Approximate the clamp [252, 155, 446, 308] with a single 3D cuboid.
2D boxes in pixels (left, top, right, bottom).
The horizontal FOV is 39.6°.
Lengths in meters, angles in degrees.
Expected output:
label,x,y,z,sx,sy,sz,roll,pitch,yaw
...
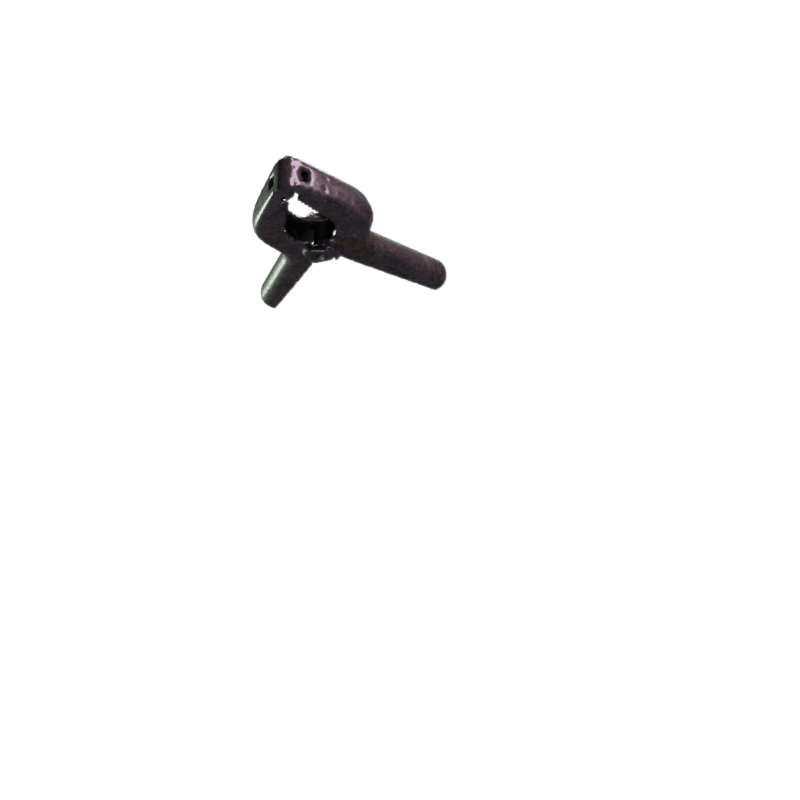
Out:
label,x,y,z,sx,sy,sz,roll,pitch,yaw
clamp,-0.070,-0.128,0.895,0.167,0.038,0.195,-9,-24,20
